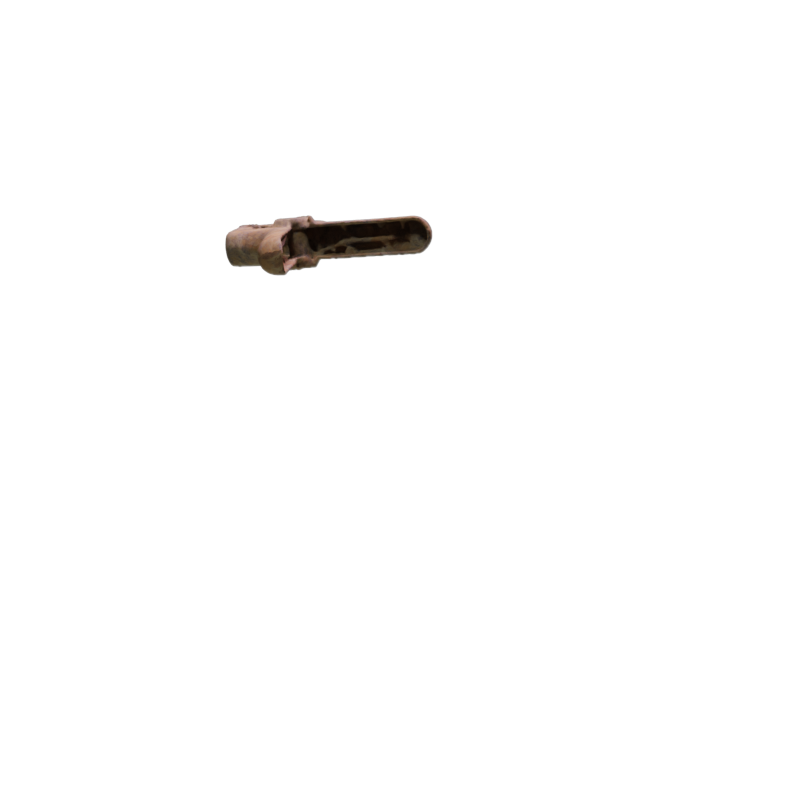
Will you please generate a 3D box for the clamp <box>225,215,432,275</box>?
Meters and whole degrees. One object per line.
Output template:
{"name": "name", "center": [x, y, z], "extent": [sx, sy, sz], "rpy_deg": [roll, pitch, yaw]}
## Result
{"name": "clamp", "center": [-0.059, -0.108, 0.756], "extent": [0.117, 0.038, 0.179], "rpy_deg": [-5, 13, -22]}
